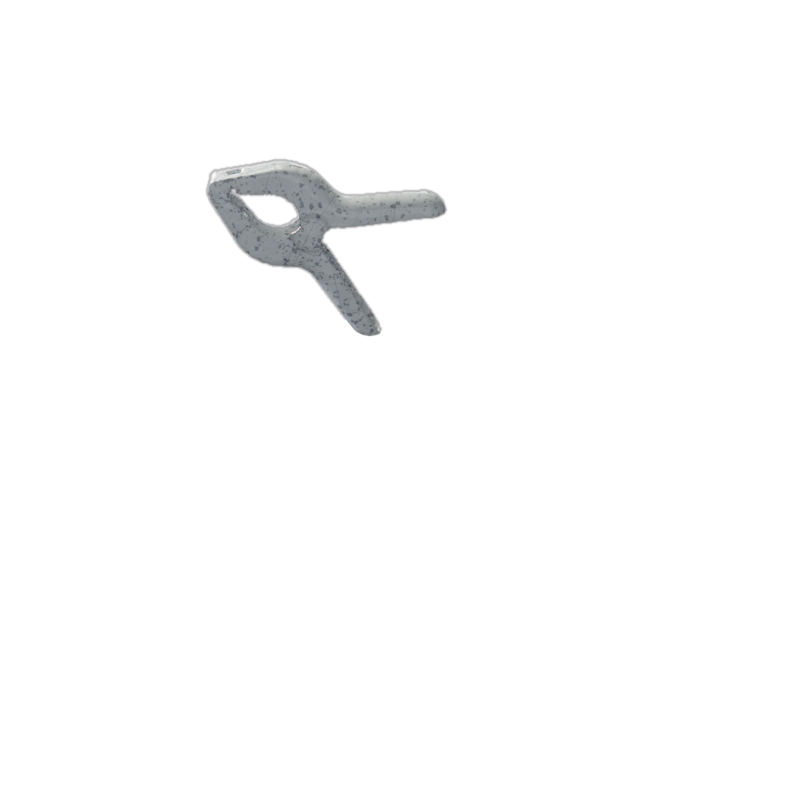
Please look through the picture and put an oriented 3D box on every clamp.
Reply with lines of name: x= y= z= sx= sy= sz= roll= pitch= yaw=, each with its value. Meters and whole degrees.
clamp: x=-0.064 y=-0.116 z=0.815 sx=0.170 sy=0.117 sz=0.041 roll=16 pitch=14 yaw=-4
